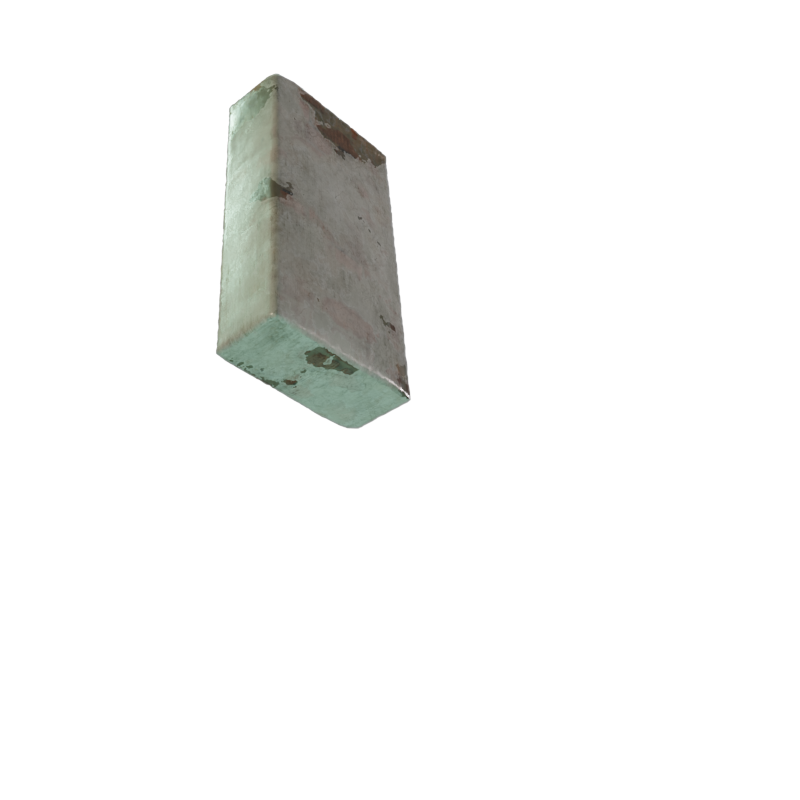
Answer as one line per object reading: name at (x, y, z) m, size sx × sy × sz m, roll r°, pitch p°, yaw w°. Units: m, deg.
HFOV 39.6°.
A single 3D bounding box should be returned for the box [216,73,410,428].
box at (-0.044, -0.081, 0.567) m, size 0.048 × 0.189 × 0.087 m, roll -32°, pitch -47°, yaw 31°
